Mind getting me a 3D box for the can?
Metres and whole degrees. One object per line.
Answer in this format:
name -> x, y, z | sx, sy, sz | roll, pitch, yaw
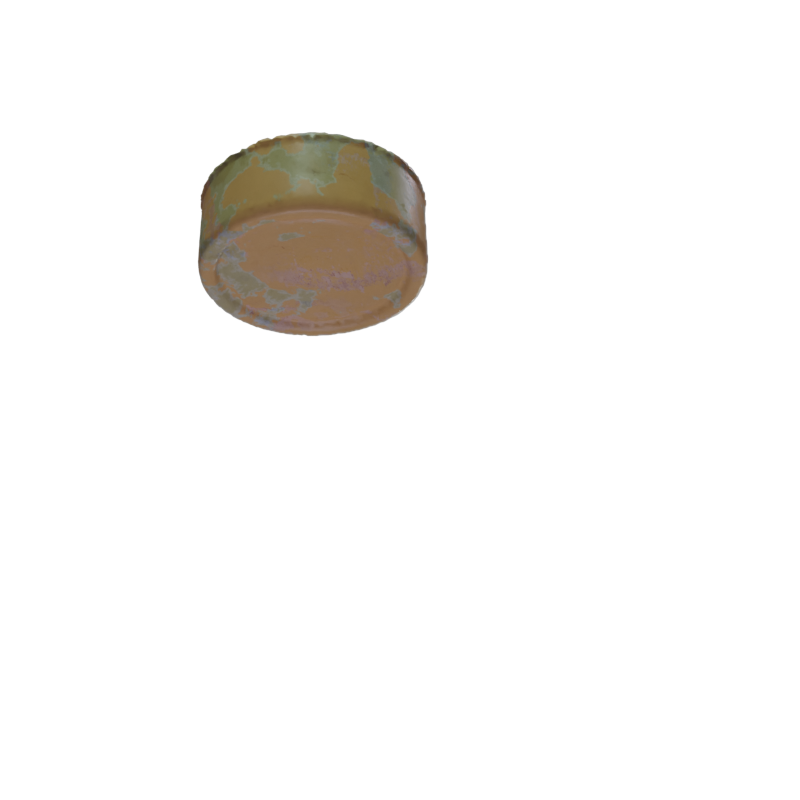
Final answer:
can -> -0.032, -0.059, 0.413 | 0.086, 0.036, 0.080 | 1, -31, -2
